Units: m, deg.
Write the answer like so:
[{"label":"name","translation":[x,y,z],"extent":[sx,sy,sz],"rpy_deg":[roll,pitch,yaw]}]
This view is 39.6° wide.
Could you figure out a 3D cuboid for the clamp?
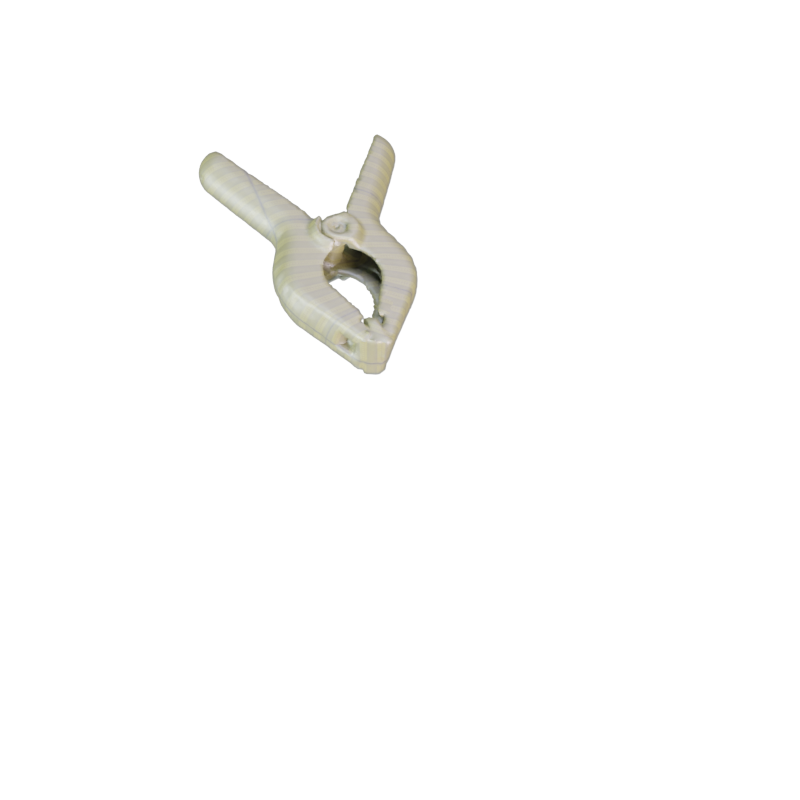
[{"label":"clamp","translation":[-0.049,-0.089,0.622],"extent":[0.119,0.185,0.036],"rpy_deg":[-7,-42,-7]}]
